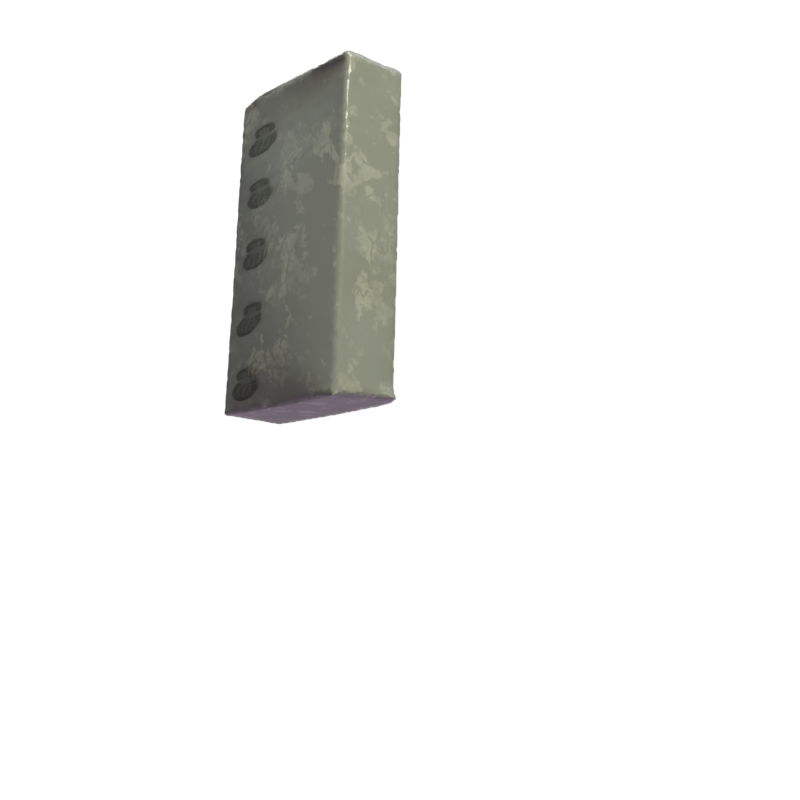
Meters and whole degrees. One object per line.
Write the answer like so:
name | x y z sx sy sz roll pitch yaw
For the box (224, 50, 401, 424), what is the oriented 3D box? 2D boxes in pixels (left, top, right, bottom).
box | -0.045 -0.082 0.572 0.045 0.183 0.095 13 -20 -40
